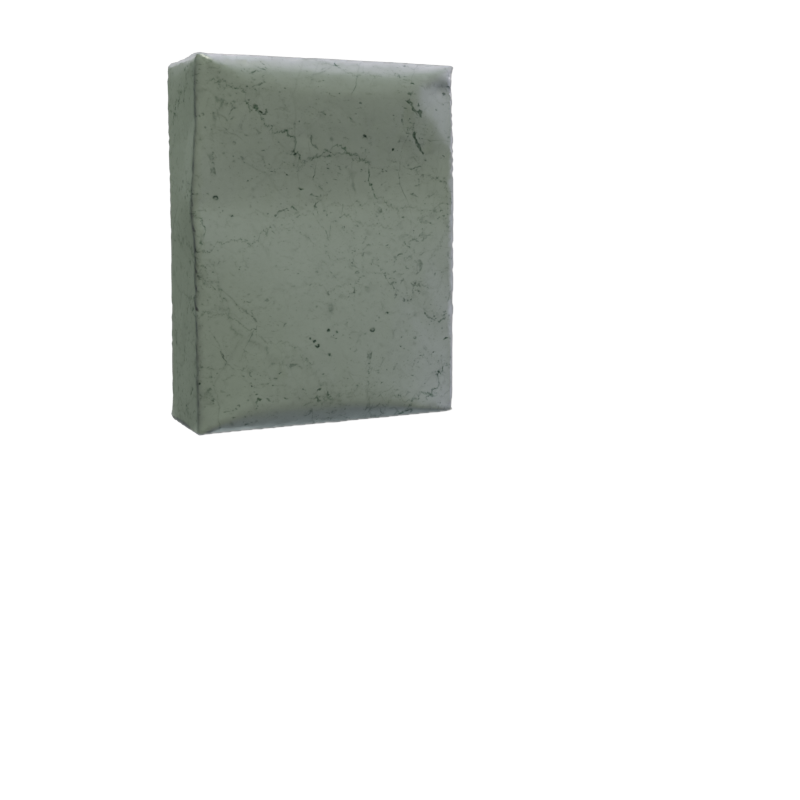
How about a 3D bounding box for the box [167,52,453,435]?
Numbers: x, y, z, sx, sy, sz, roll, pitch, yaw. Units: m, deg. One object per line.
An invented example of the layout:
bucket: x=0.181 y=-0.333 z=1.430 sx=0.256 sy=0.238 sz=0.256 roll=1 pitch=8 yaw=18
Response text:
box: x=-0.052 y=-0.095 z=0.663 sx=0.160 sy=0.212 sz=0.074 roll=-2 pitch=4 yaw=-23
